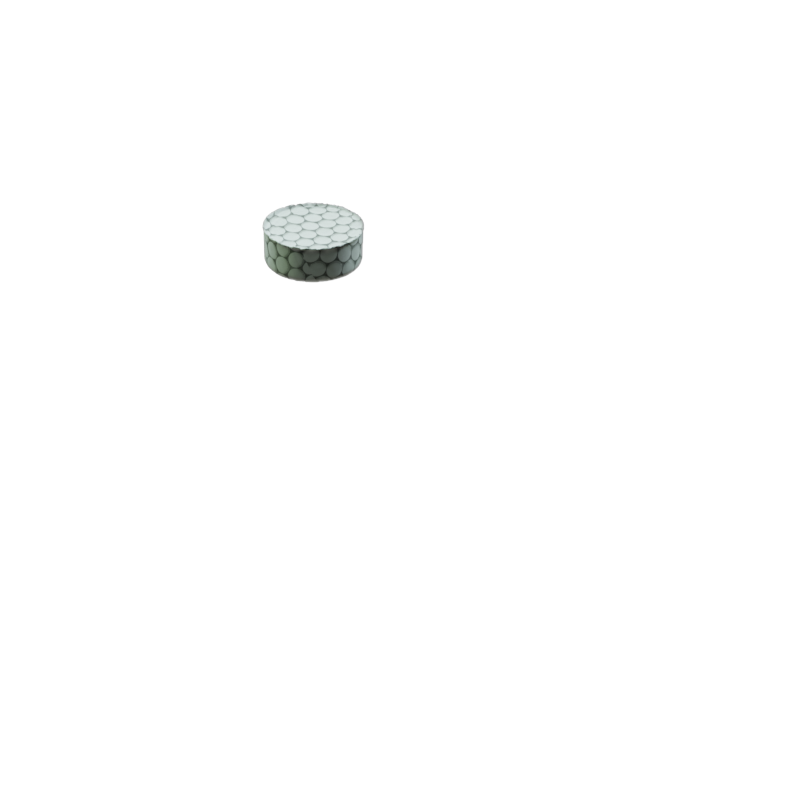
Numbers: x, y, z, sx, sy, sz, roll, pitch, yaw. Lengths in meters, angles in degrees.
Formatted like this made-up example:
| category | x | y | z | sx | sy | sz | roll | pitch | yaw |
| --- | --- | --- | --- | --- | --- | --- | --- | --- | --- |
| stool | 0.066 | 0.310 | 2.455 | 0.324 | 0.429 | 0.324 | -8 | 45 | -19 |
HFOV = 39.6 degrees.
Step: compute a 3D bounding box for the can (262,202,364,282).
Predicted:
| category | x | y | z | sx | sy | sz | roll | pitch | yaw |
| --- | --- | --- | --- | --- | --- | --- | --- | --- | --- |
| can | -0.074 | -0.135 | 0.943 | 0.086 | 0.031 | 0.091 | -1 | 34 | -2 |
